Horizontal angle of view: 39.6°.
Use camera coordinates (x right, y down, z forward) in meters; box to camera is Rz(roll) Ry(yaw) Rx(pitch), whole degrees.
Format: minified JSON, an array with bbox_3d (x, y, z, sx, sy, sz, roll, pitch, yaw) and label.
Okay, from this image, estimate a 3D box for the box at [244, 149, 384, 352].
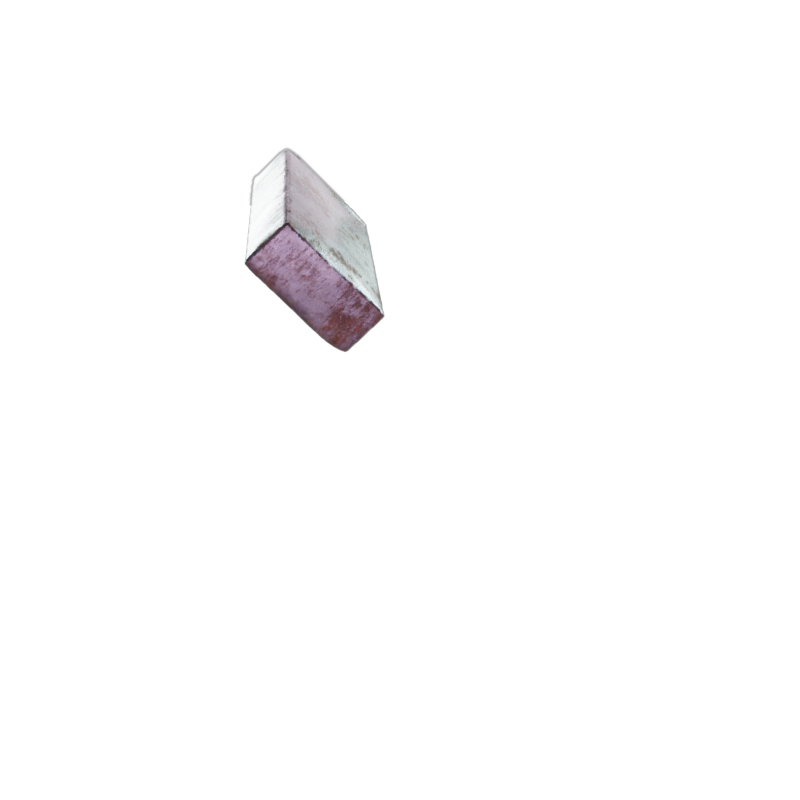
[{"bbox_3d":[-0.061,-0.112,0.782,0.089,0.048,0.187,42,18,-22],"label":"box"}]
